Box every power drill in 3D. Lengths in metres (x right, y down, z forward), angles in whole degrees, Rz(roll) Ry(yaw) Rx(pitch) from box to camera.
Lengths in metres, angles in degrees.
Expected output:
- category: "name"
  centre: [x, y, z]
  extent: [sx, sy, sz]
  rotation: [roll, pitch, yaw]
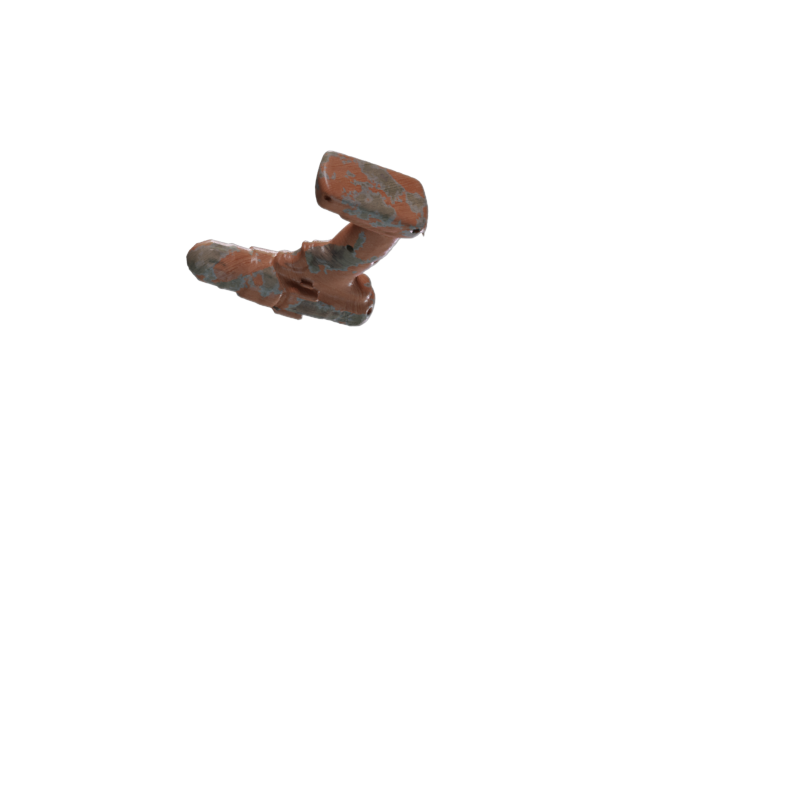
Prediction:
- category: "power drill"
  centre: [-0.077, -0.140, 0.979]
  extent: [0.177, 0.061, 0.183]
  rotation: [14, -33, -24]
